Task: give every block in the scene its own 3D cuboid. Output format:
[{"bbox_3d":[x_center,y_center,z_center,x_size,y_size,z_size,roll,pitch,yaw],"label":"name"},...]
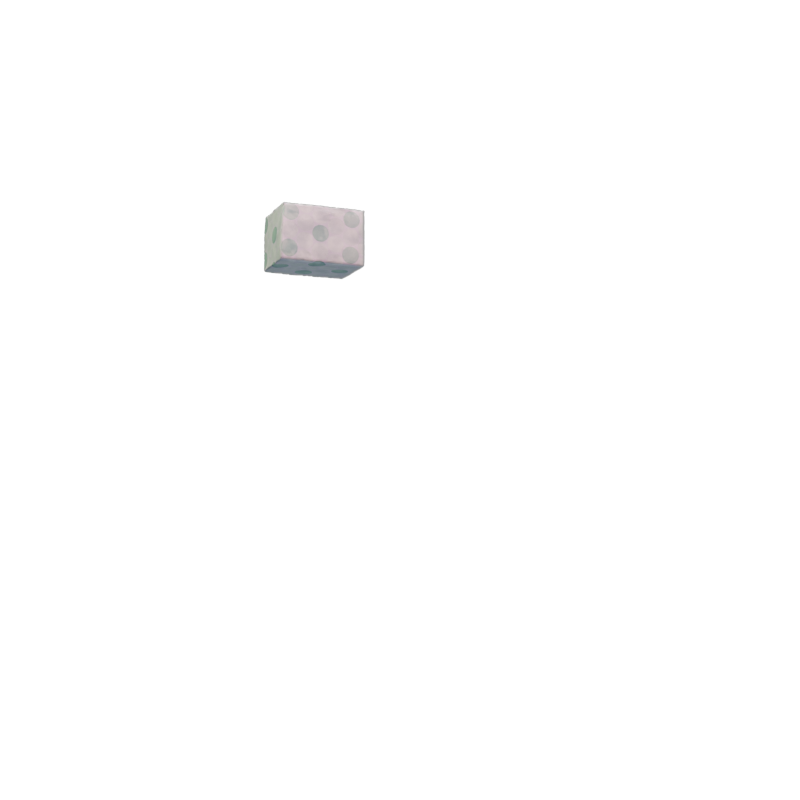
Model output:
[{"bbox_3d":[-0.076,-0.139,0.972,0.076,0.053,0.053,4,-12,-22],"label":"block"}]
